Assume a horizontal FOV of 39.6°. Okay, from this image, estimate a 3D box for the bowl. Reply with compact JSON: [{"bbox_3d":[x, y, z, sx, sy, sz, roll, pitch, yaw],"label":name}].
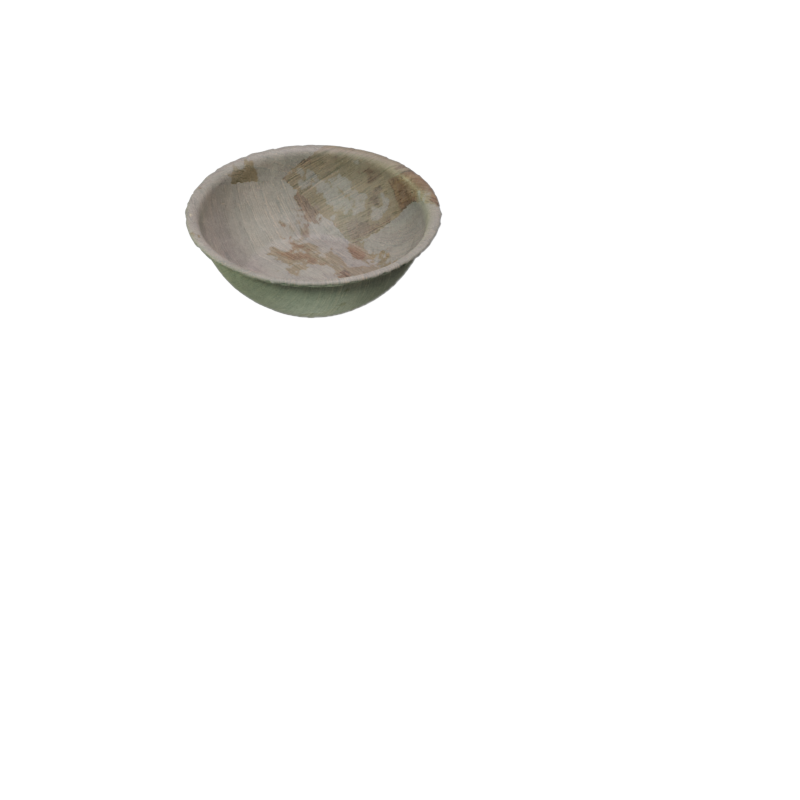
[{"bbox_3d":[-0.056,-0.102,0.716,0.162,0.051,0.174,-1,39,-2],"label":"bowl"}]
